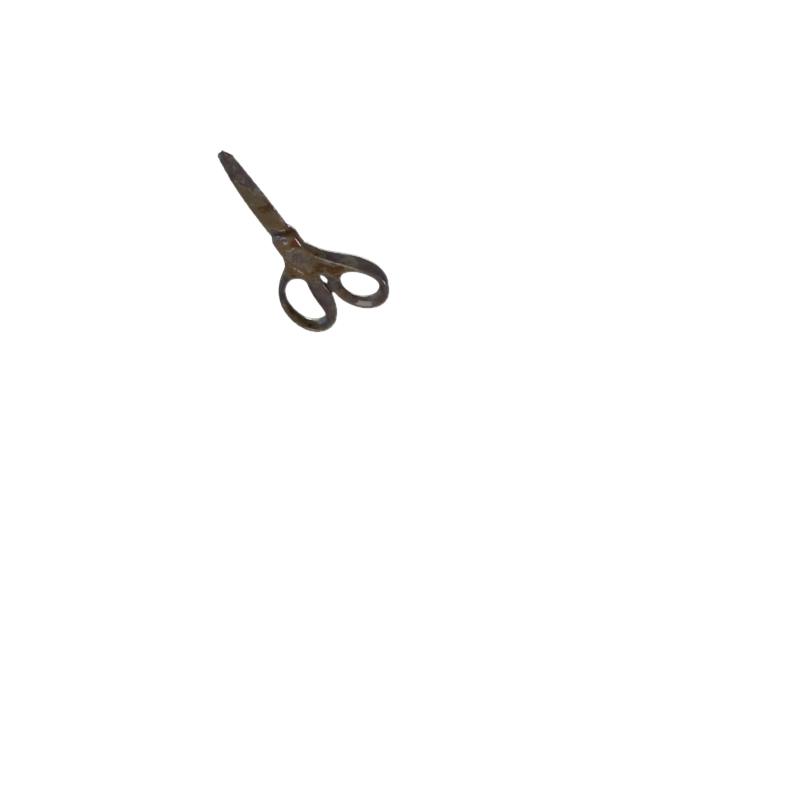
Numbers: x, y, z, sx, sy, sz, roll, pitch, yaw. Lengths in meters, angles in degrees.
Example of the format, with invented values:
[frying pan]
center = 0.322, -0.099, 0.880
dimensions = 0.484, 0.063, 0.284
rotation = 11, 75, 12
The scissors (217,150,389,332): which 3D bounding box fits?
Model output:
[scissors]
center = -0.065, -0.118, 0.824
dimensions = 0.097, 0.017, 0.186
rotation = -5, -38, 7
